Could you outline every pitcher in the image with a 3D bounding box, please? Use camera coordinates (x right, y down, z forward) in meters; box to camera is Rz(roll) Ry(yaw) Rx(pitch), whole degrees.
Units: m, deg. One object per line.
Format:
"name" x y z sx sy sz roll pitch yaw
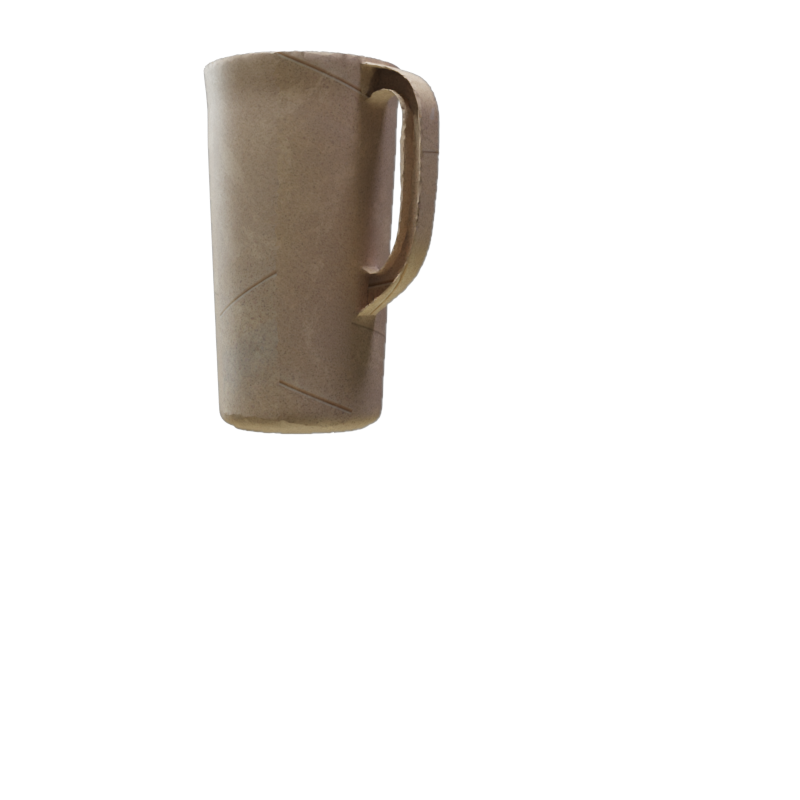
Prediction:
"pitcher" -0.057 -0.104 0.729 0.144 0.244 0.150 0 -1 -7
